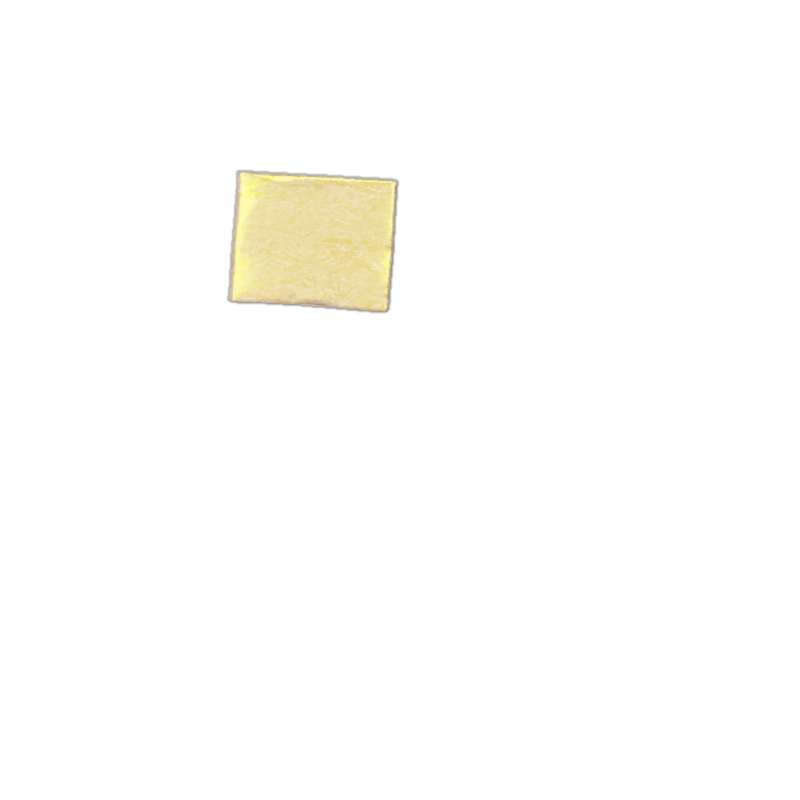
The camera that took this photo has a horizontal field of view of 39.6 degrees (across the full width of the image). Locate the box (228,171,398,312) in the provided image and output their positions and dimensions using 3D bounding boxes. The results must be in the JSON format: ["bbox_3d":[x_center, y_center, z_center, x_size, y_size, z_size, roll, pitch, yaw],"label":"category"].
[{"bbox_3d":[-0.048,-0.088,0.614,0.089,0.073,0.030,4,-1,0],"label":"box"}]
